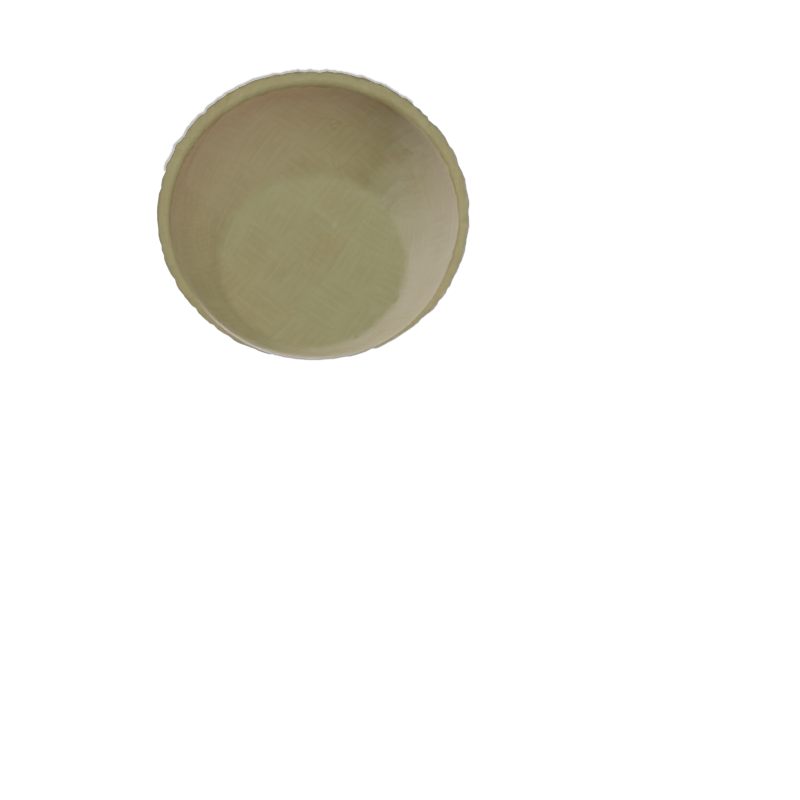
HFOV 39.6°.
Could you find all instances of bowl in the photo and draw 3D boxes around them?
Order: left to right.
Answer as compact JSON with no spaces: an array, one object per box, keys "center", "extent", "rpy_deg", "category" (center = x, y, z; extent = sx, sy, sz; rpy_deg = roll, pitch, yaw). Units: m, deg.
[{"center":[-0.043,-0.079,0.551],"extent":[0.162,0.154,0.058],"rpy_deg":[1,25,-1],"category":"bowl"}]
